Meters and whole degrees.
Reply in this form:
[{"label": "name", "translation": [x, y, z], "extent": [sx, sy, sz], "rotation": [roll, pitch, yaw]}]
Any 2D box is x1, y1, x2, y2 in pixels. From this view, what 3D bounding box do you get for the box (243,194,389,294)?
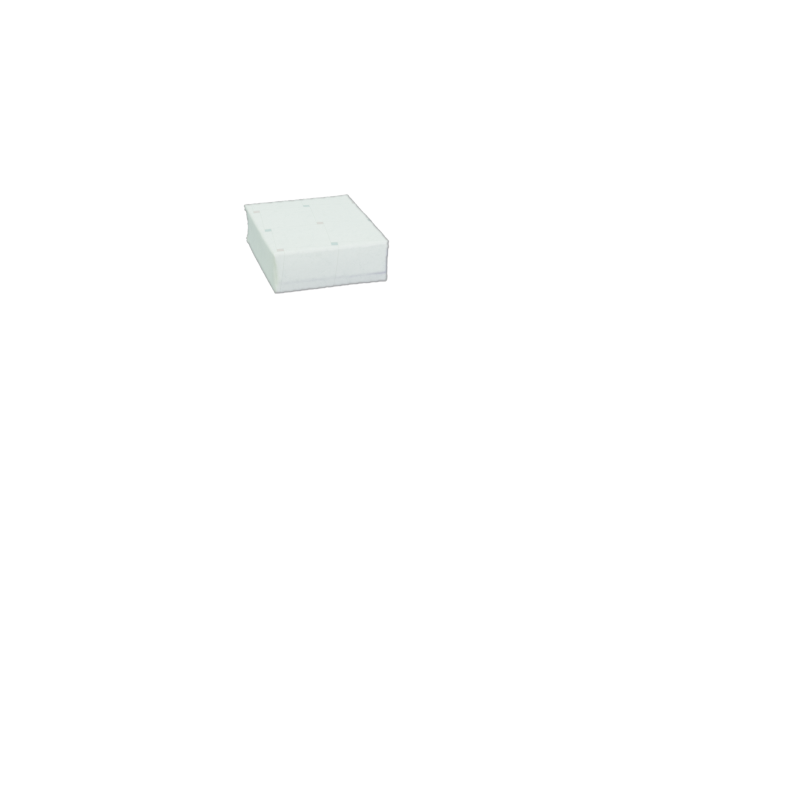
[{"label": "box", "translation": [-0.068, -0.124, 0.871], "extent": [0.088, 0.037, 0.121], "rotation": [-7, 27, -16]}]
